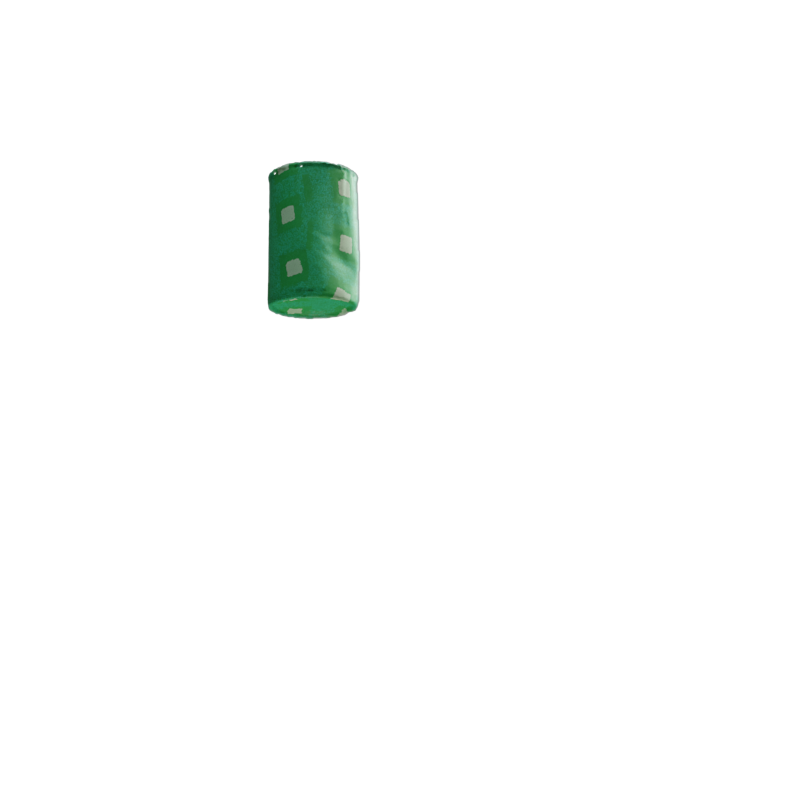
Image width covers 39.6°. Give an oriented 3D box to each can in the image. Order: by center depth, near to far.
[{"bbox_3d":[-0.064,-0.117,0.819,0.068,0.106,0.066,0,-15,-2],"label":"can"}]
